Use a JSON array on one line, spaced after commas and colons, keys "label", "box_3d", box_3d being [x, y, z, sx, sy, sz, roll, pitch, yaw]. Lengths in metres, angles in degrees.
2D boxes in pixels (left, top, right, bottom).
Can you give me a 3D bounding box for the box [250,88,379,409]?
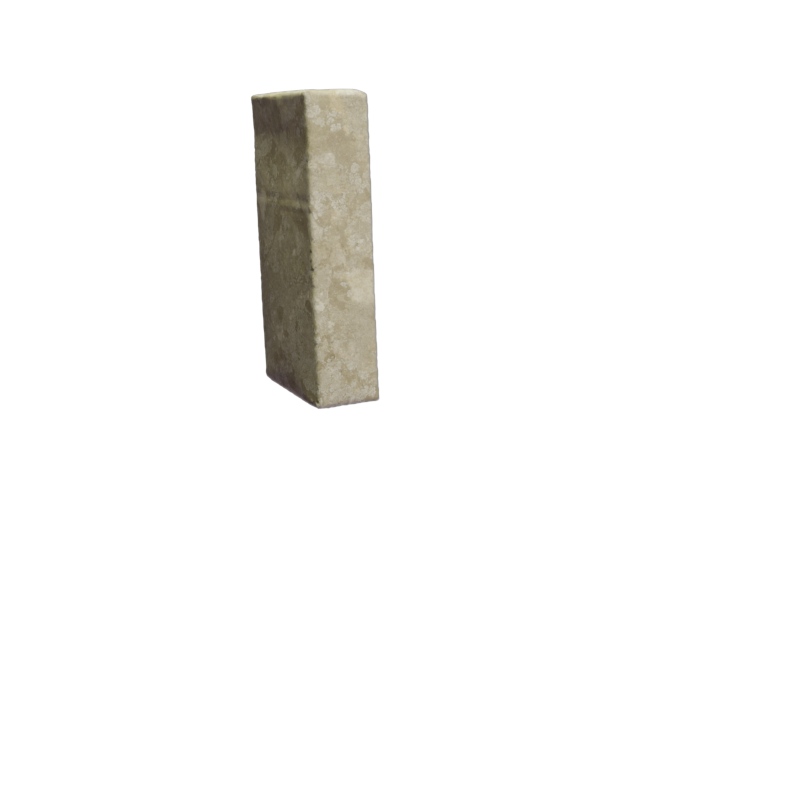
[{"label": "box", "box_3d": [-0.050, -0.093, 0.649, 0.047, 0.173, 0.098, -3, 9, -25]}]
